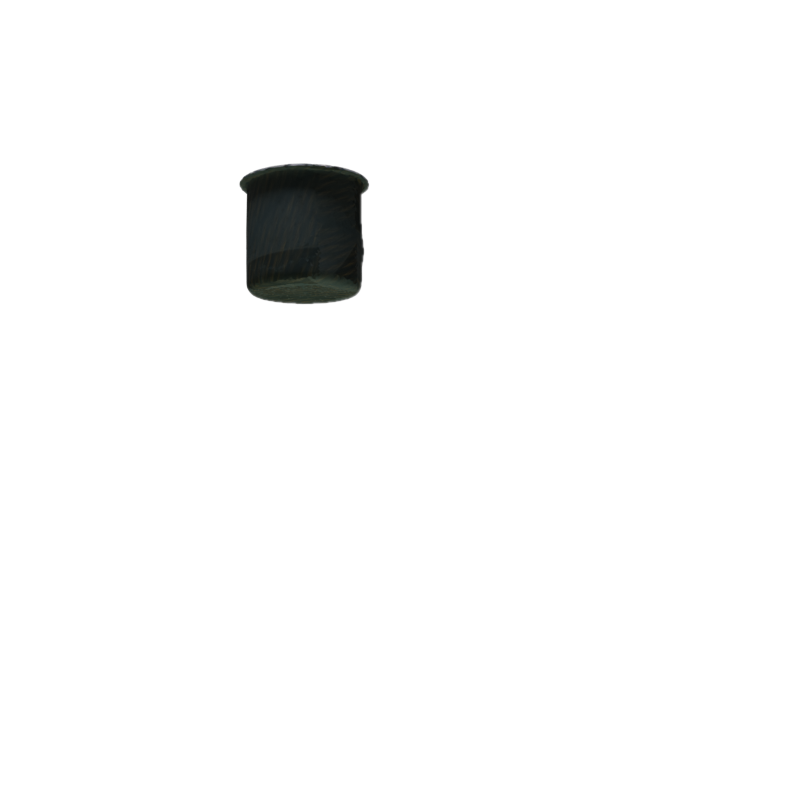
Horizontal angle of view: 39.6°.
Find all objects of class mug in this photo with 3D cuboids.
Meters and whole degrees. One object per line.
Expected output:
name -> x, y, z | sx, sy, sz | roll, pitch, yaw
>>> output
mug -> -0.062, -0.114, 0.796 | 0.096, 0.084, 0.111 | -6, -11, 30
